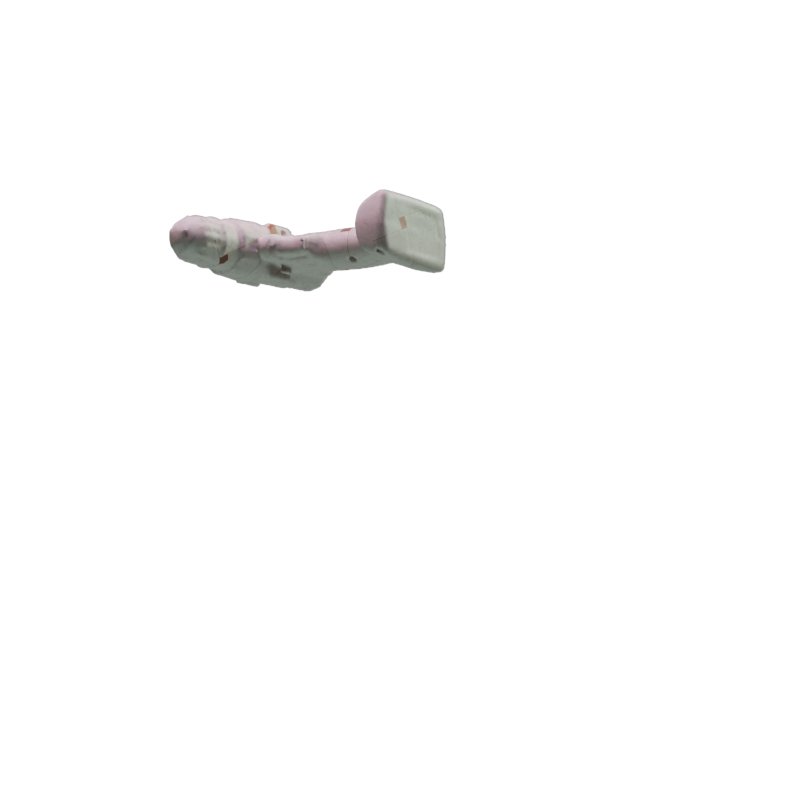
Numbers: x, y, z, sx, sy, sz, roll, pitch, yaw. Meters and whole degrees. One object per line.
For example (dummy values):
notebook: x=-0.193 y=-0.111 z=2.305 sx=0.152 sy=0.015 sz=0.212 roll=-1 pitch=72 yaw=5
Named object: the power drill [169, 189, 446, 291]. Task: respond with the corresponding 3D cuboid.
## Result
power drill: x=-0.072 y=-0.131 z=0.918 sx=0.193 sy=0.058 sz=0.176 roll=-2 pitch=-3 yaw=35
